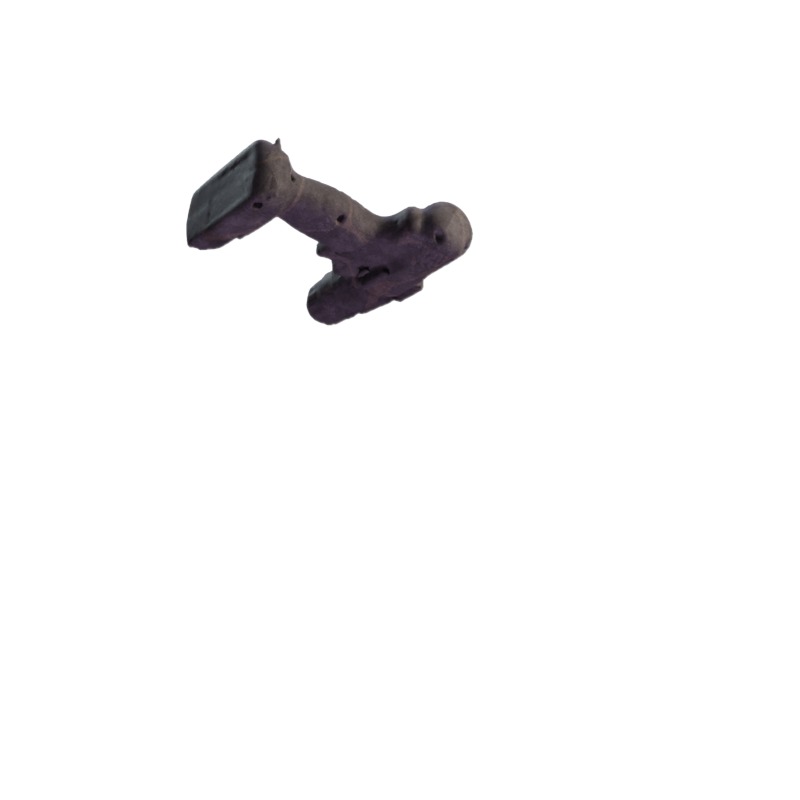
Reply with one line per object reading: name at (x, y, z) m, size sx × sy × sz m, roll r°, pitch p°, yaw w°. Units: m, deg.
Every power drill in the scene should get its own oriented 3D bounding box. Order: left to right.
power drill at (-0.067, -0.122, 0.857) m, size 0.178 × 0.061 × 0.183 m, roll 18°, pitch -31°, yaw -33°
